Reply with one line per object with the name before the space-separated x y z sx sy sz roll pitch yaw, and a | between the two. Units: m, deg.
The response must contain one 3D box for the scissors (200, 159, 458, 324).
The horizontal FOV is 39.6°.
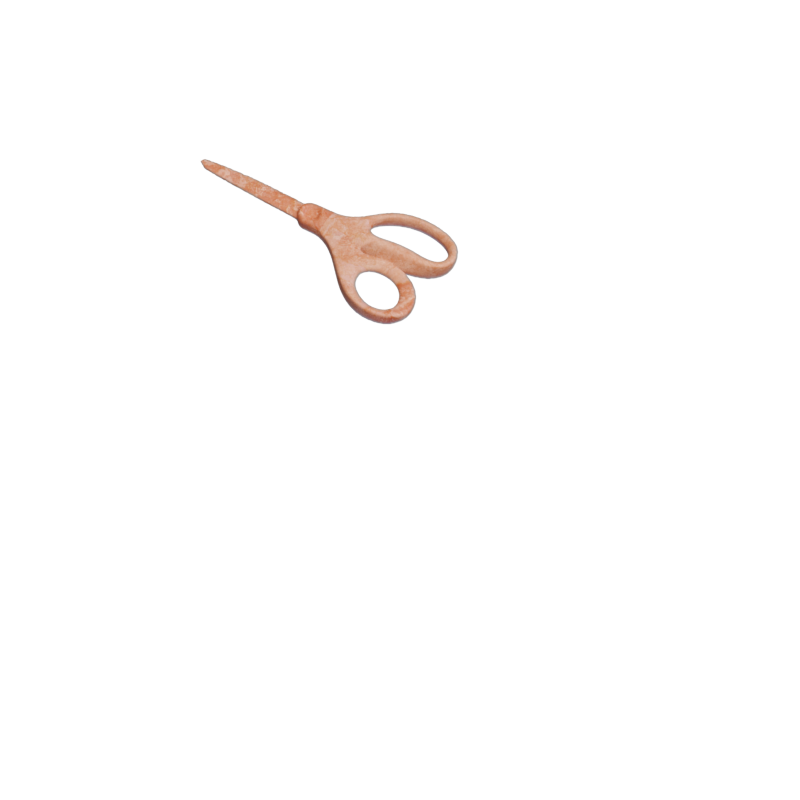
scissors | -0.062 -0.112 0.787 0.205 0.101 0.015 14 -30 9
